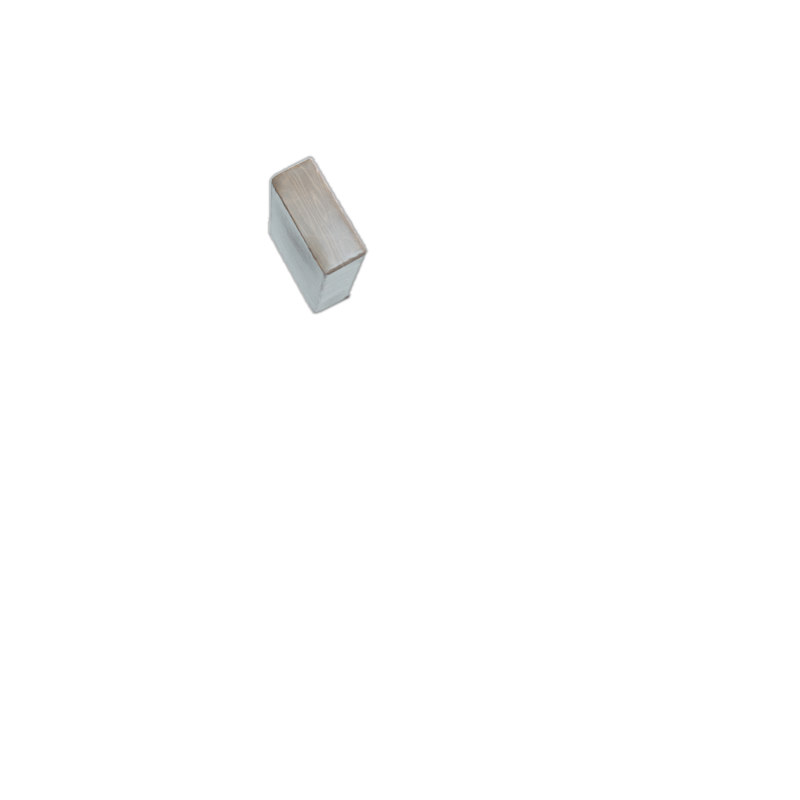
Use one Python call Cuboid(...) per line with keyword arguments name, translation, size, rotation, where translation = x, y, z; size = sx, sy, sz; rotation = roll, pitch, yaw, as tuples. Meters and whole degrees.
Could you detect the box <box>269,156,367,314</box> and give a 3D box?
Cuboid(name="box", translation=(-0.075, -0.136, 0.954), size=(0.048, 0.096, 0.172), rotation=(-29, -5, -7))
